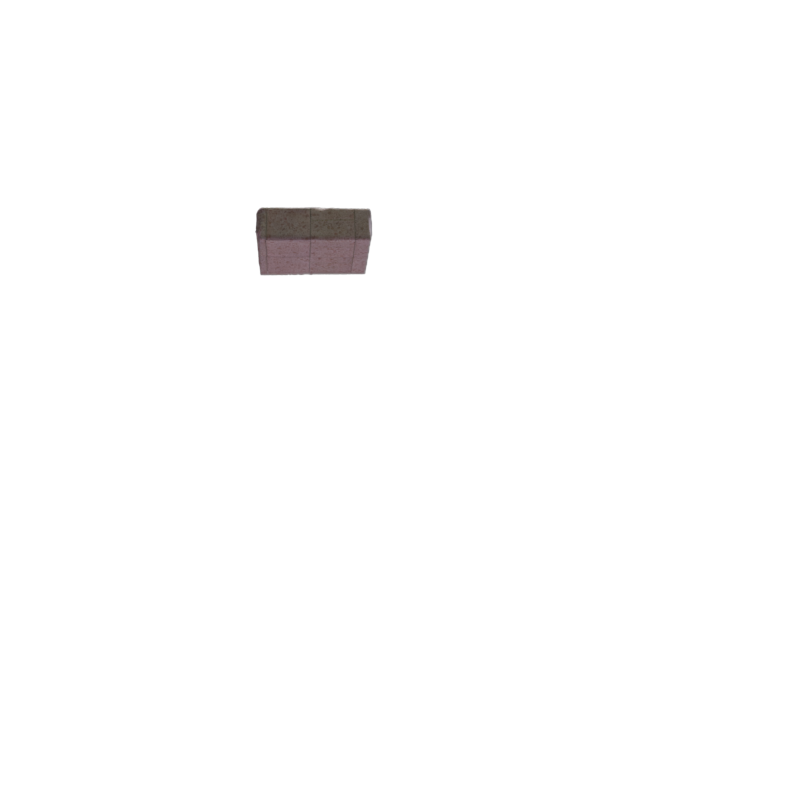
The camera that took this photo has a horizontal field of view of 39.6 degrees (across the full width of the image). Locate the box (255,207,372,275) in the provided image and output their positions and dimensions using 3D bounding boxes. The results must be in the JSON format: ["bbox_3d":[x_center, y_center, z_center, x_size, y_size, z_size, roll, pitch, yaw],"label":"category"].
[{"bbox_3d":[-0.069,-0.125,0.877,0.089,0.032,0.070,1,-18,-2],"label":"box"}]
